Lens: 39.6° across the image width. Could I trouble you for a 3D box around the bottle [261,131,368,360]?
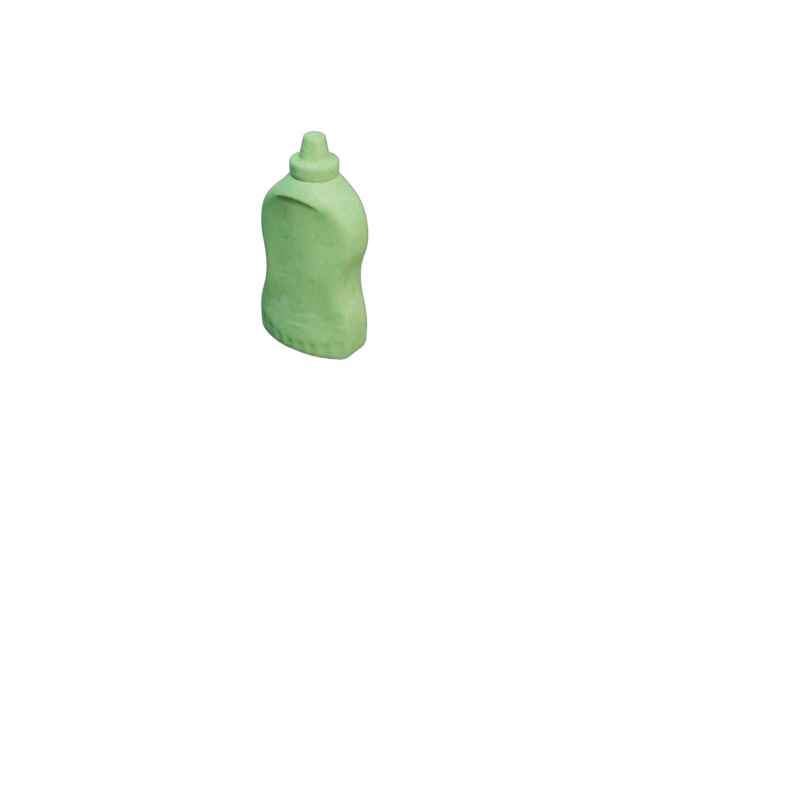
[{"bbox_3d":[-0.072,-0.133,0.929,0.101,0.181,0.059,22,35,31],"label":"bottle"}]
